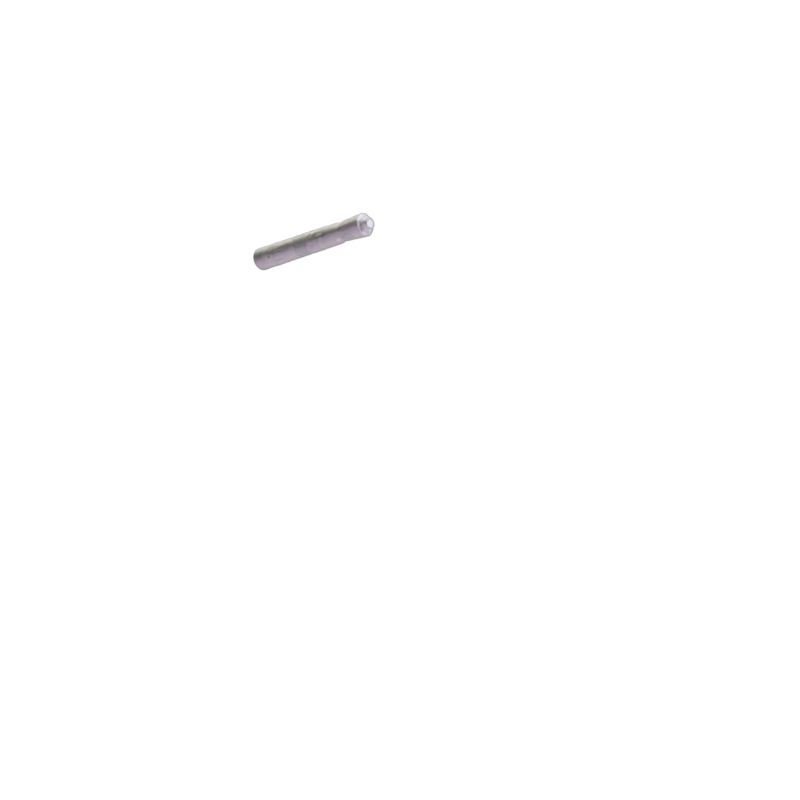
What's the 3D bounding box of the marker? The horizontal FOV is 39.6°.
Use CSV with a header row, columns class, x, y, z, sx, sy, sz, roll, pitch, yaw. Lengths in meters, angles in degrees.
class,x,y,z,sx,sy,sz,roll,pitch,yaw
marker,-0.068,-0.124,0.872,0.123,0.020,0.019,-11,-4,40
